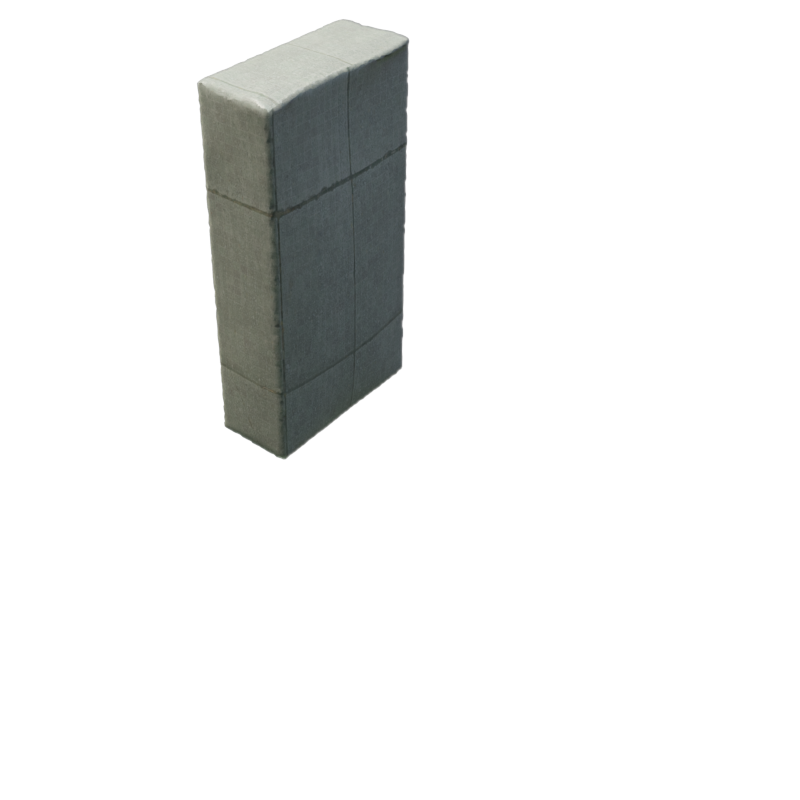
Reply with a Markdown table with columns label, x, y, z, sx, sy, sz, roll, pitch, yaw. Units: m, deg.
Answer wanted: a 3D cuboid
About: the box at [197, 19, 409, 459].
| label | x | y | z | sx | sy | sz | roll | pitch | yaw |
| --- | --- | --- | --- | --- | --- | --- | --- | --- | --- |
| box | -0.039 | -0.070 | 0.495 | 0.051 | 0.165 | 0.094 | 26 | 42 | 28 |
